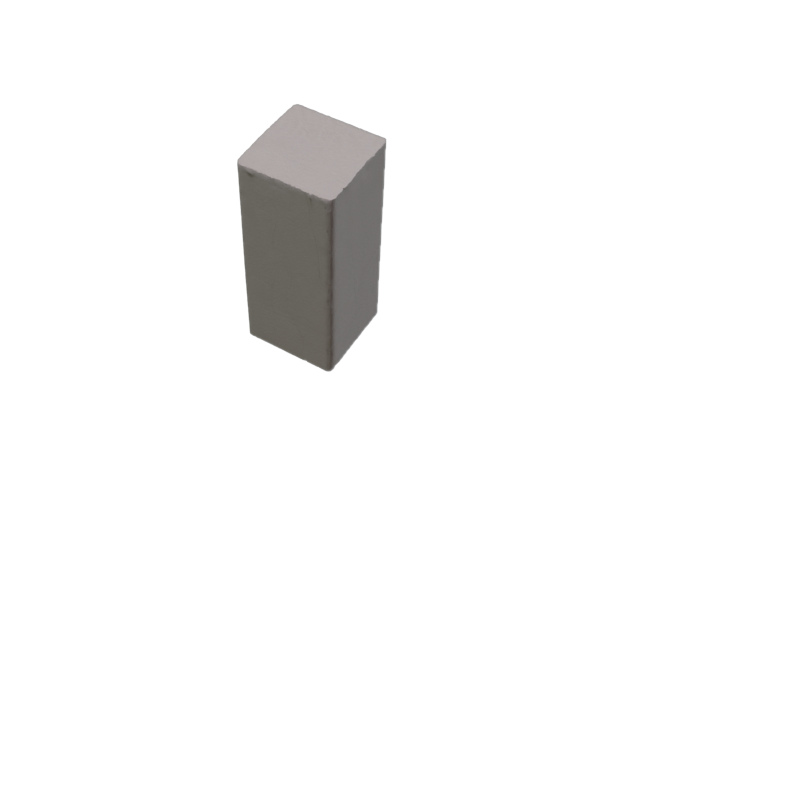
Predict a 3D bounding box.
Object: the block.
[{"bbox_3d":[-0.074,-0.134,0.943,0.094,0.192,0.093,25,53,17],"label":"block"}]
